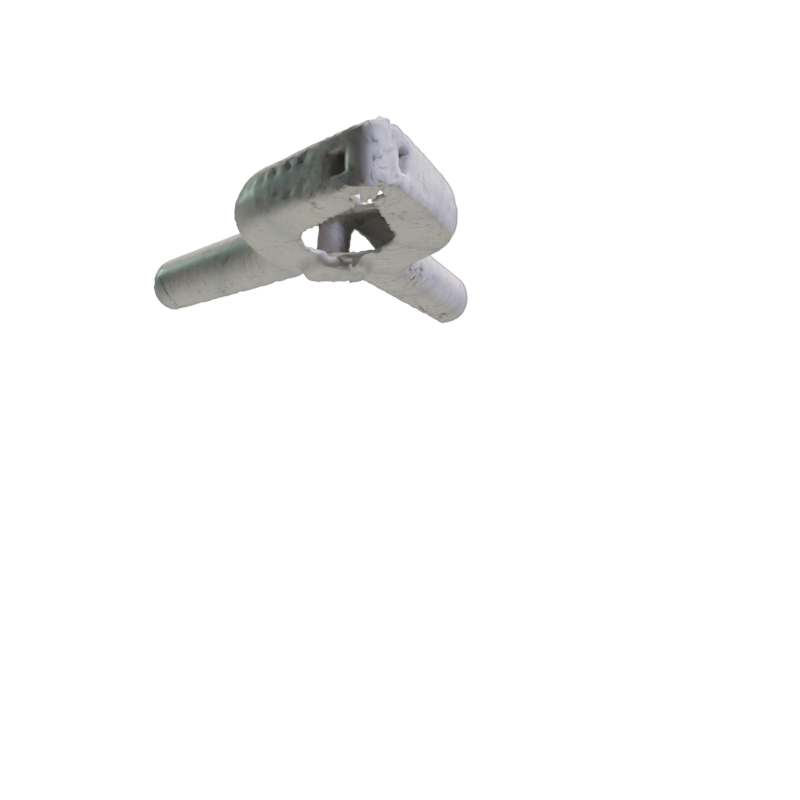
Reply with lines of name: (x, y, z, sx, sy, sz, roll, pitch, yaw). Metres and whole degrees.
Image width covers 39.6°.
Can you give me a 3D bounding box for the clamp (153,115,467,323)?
clamp: (-0.040, -0.072, 0.505, 0.164, 0.038, 0.203, 1, -11, -3)
